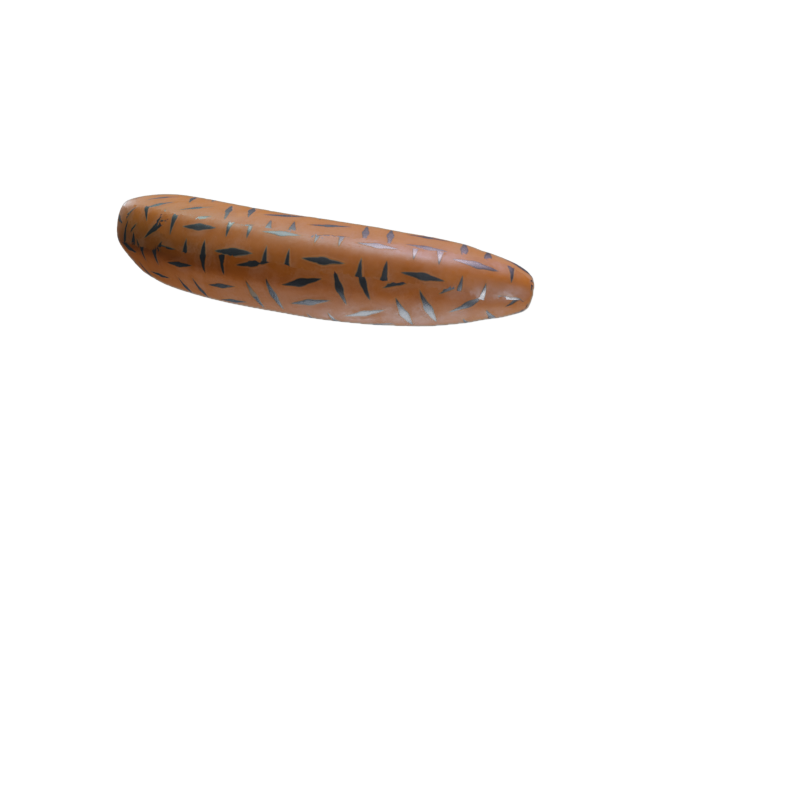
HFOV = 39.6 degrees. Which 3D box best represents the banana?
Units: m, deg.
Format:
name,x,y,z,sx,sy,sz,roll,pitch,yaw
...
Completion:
name,x,y,z,sx,sy,sz,roll,pitch,yaw
banana,-0.049,-0.059,0.436,0.208,0.035,0.069,17,27,34
